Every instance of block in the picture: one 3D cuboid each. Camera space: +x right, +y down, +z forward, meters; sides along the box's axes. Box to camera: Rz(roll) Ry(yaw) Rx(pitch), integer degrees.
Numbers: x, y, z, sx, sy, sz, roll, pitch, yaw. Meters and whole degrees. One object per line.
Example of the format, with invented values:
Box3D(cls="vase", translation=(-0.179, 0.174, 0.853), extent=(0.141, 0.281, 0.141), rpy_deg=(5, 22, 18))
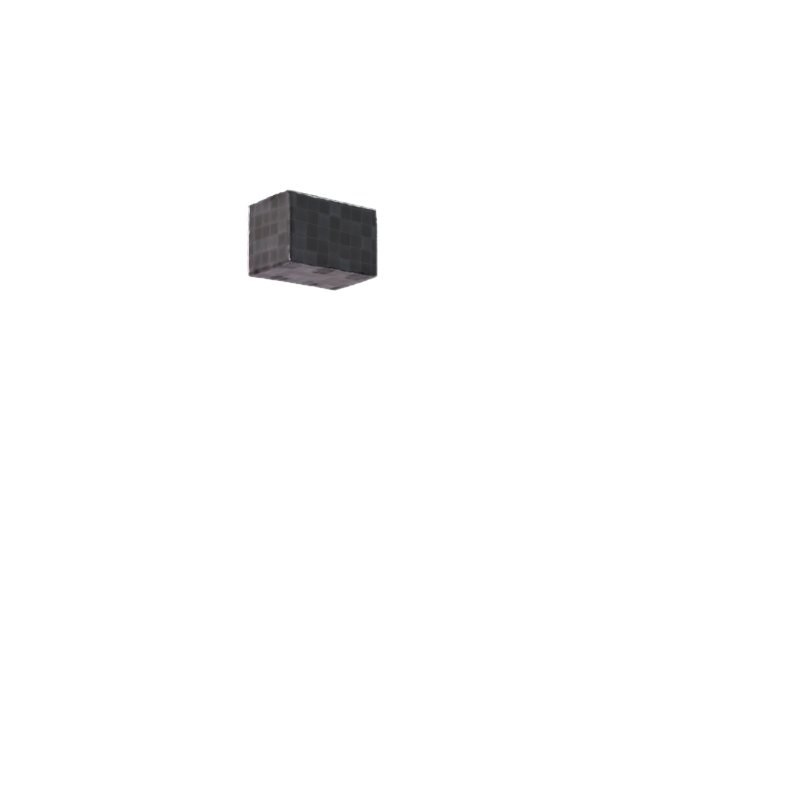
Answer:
Box3D(cls="block", translation=(-0.060, -0.110, 0.772), extent=(0.074, 0.053, 0.054), rpy_deg=(8, -14, -39))
